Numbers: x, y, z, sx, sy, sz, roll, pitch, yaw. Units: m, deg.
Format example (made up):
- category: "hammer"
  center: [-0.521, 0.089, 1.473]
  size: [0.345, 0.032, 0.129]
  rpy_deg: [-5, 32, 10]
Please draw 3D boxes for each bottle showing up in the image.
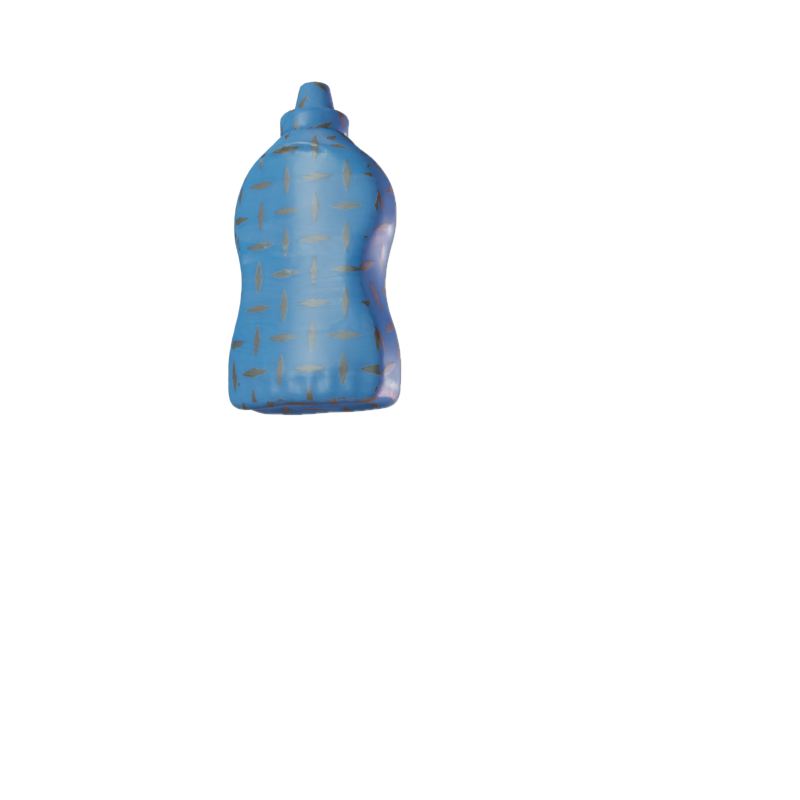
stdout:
- category: "bottle"
  center: [-0.050, -0.091, 0.635]
  size: [0.098, 0.198, 0.055]
  rpy_deg: [-7, -15, 27]
